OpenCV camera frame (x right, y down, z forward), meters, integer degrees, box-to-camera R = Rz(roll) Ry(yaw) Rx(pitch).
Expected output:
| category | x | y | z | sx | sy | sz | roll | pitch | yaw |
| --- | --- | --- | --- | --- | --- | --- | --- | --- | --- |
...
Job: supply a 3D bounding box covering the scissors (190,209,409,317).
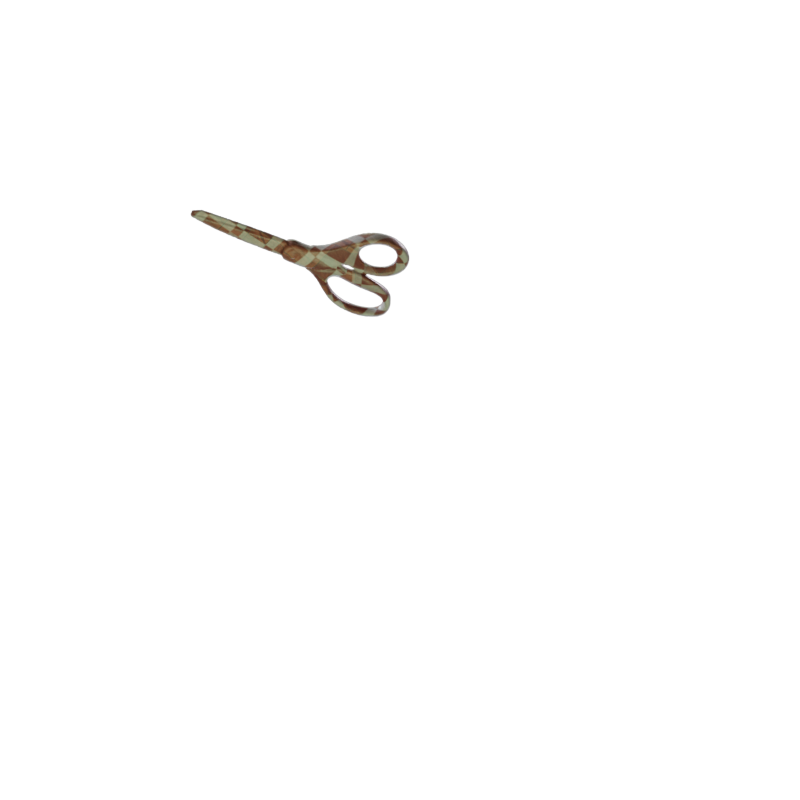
| category | x | y | z | sx | sy | sz | roll | pitch | yaw |
| --- | --- | --- | --- | --- | --- | --- | --- | --- | --- |
| scissors | -0.077 | -0.140 | 0.982 | 0.191 | 0.017 | 0.095 | 34 | -59 | -24 |
